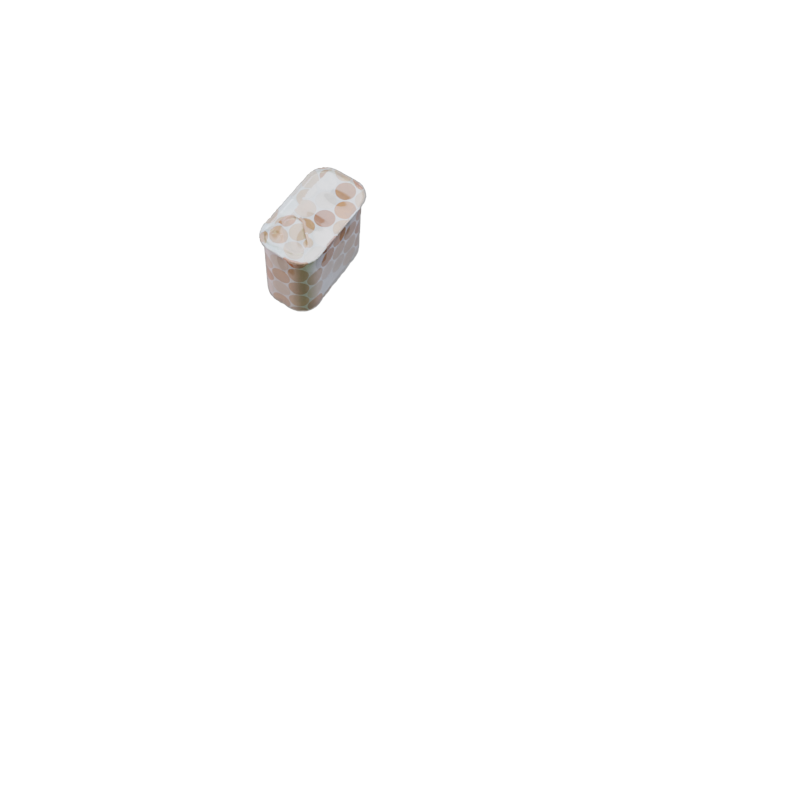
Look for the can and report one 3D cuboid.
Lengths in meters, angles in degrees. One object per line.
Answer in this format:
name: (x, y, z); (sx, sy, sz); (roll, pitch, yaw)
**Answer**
can: (-0.076, -0.139, 0.971); (0.060, 0.105, 0.079); (30, -28, 14)
